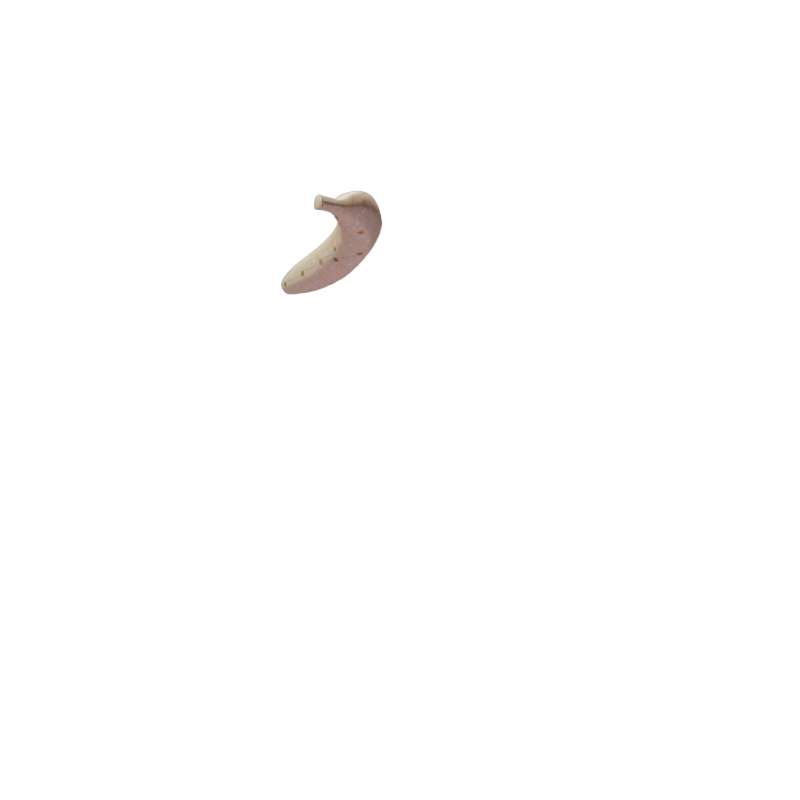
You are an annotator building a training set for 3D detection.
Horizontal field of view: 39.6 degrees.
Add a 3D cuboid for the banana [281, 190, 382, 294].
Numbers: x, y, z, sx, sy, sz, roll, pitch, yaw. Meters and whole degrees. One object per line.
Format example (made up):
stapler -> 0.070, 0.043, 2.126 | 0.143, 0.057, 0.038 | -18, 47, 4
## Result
banana -> -0.056, -0.138, 0.962 | 0.068, 0.039, 0.191 | 4, -19, -13
